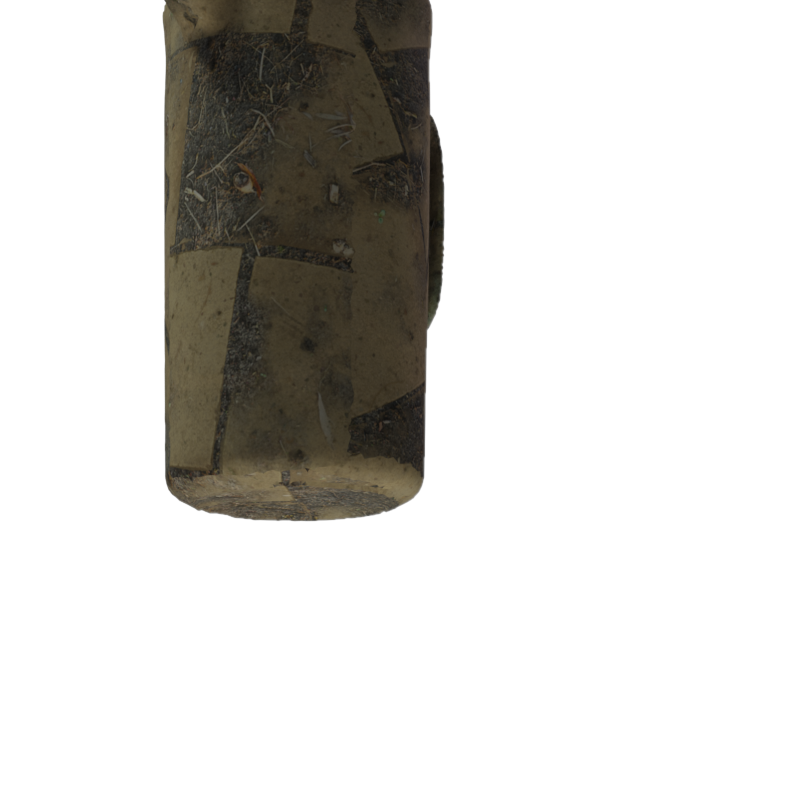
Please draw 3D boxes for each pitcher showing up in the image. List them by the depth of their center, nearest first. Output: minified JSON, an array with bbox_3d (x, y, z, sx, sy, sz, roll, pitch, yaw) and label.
[{"bbox_3d":[-0.040,-0.073,0.512,0.148,0.255,0.139,1,-20,-6],"label":"pitcher"}]
